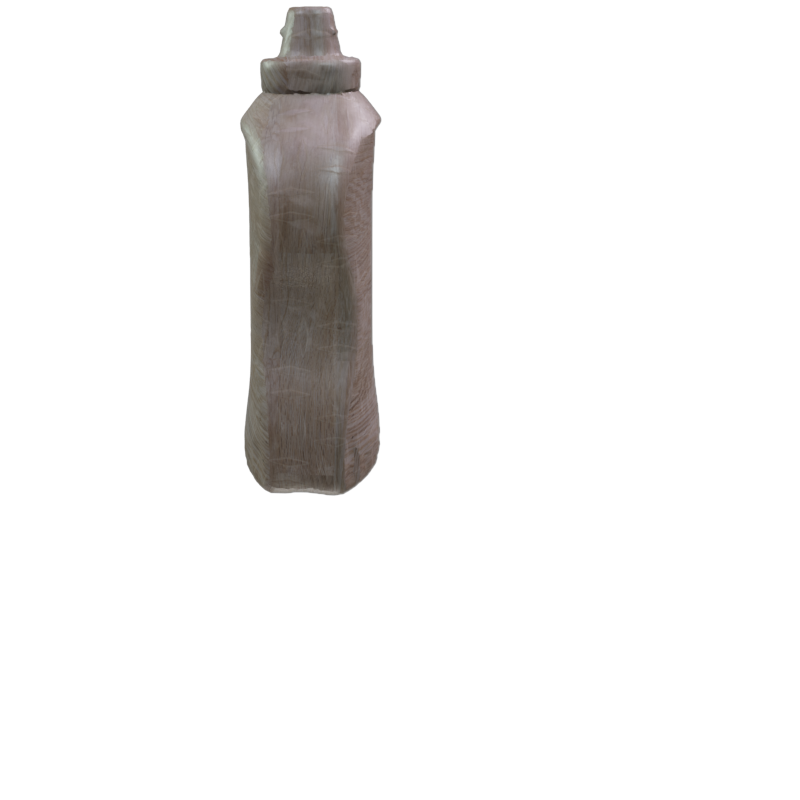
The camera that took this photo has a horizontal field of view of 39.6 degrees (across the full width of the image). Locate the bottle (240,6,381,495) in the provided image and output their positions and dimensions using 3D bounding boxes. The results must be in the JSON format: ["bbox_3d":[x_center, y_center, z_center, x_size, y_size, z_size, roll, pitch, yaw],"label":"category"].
[{"bbox_3d":[-0.037,-0.066,0.462,0.059,0.186,0.098,1,13,3],"label":"bottle"}]
